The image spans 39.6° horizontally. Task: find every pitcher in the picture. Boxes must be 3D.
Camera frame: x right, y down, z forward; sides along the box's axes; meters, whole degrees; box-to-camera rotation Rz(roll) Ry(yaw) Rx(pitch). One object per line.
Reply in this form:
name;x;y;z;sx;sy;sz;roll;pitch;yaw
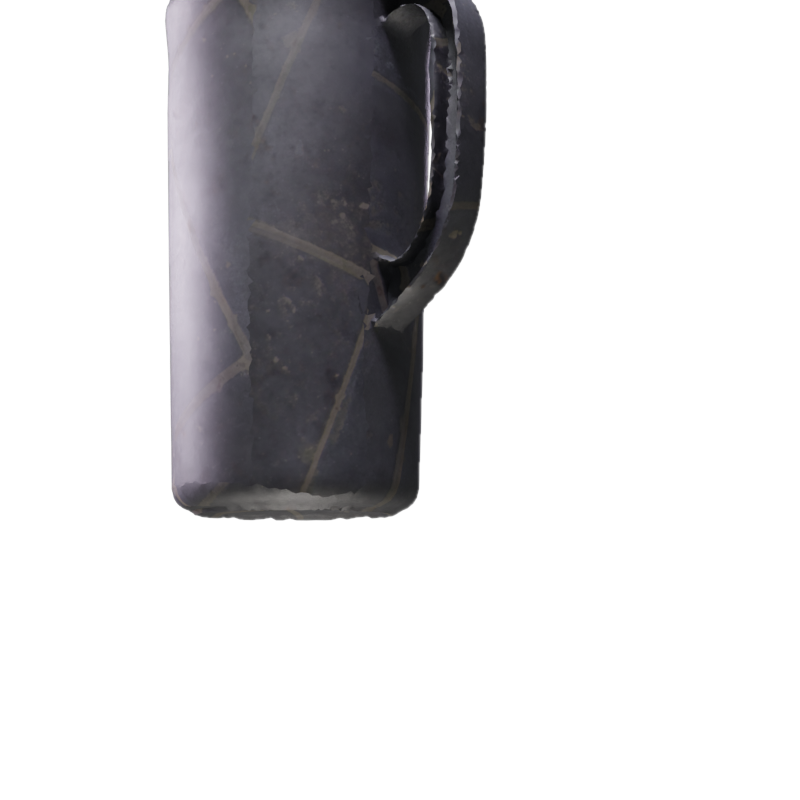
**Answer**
pitcher;-0.040;-0.072;0.507;0.145;0.252;0.144;0;-14;-3
